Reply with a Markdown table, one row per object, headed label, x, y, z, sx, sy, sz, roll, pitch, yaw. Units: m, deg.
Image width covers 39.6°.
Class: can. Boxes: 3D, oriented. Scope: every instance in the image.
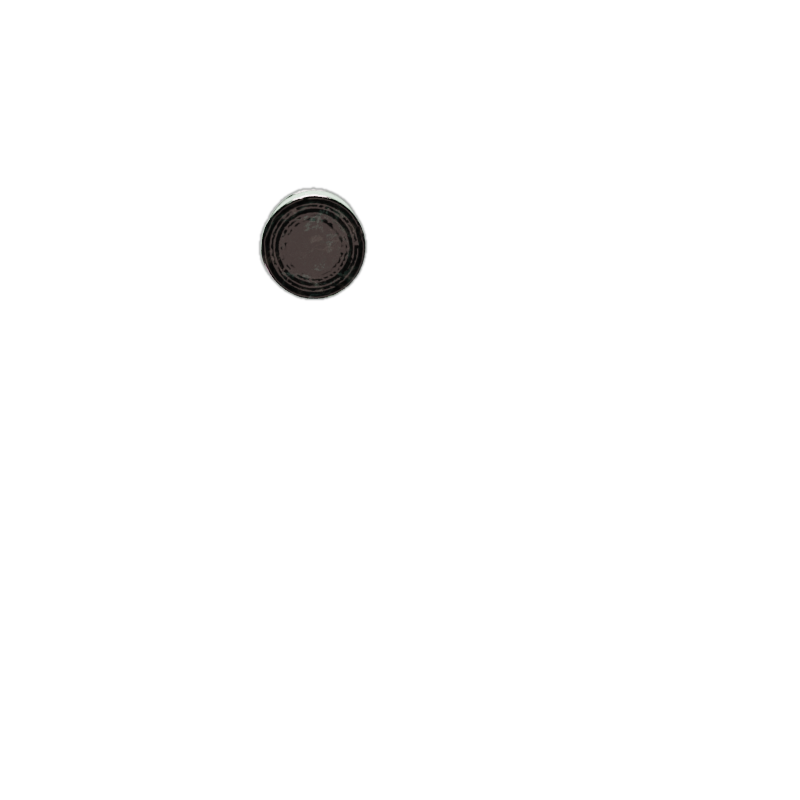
| label | x | y | z | sx | sy | sz | roll | pitch | yaw |
| --- | --- | --- | --- | --- | --- | --- | --- | --- | --- |
| can | -0.058 | -0.106 | 0.741 | 0.068 | 0.067 | 0.104 | 0 | 10 | -3 |
